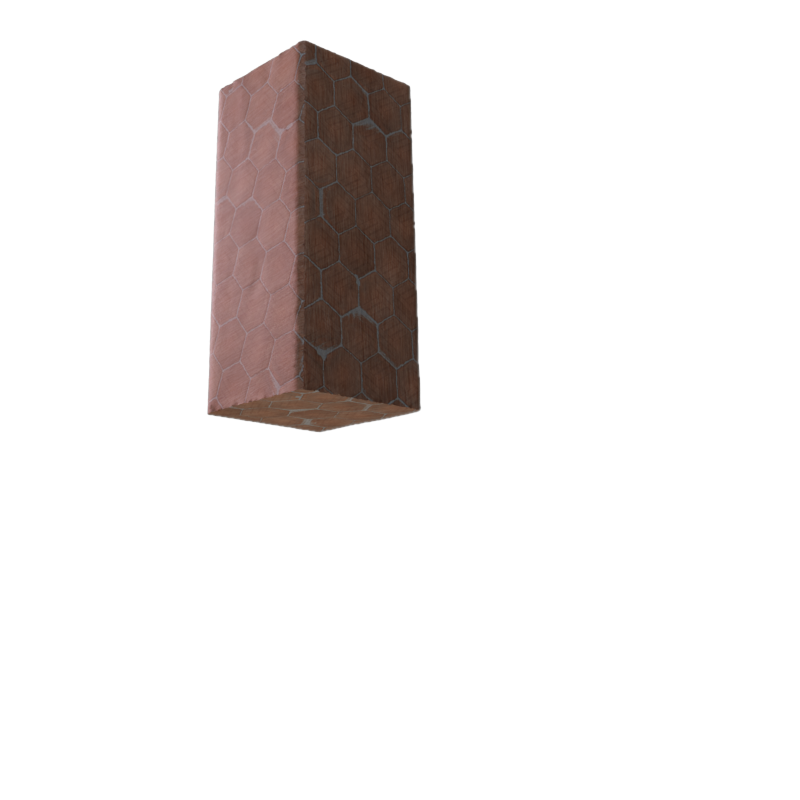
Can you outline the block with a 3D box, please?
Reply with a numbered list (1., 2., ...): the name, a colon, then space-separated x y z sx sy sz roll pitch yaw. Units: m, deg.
1. block: -0.052 -0.094 0.662 0.086 0.216 0.091 15 -24 -41
